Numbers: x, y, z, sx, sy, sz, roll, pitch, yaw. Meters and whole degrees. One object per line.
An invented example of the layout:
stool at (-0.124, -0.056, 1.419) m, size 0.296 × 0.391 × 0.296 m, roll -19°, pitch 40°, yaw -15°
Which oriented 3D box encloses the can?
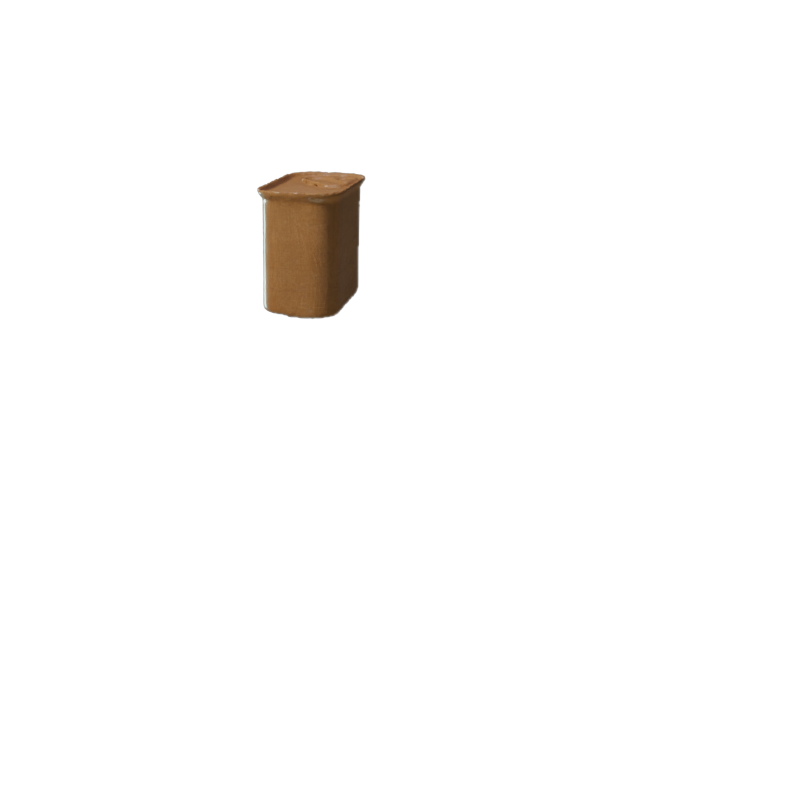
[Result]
can at (-0.059, -0.108, 0.759) m, size 0.058 × 0.081 × 0.104 m, roll 3°, pitch 17°, yaw 11°
